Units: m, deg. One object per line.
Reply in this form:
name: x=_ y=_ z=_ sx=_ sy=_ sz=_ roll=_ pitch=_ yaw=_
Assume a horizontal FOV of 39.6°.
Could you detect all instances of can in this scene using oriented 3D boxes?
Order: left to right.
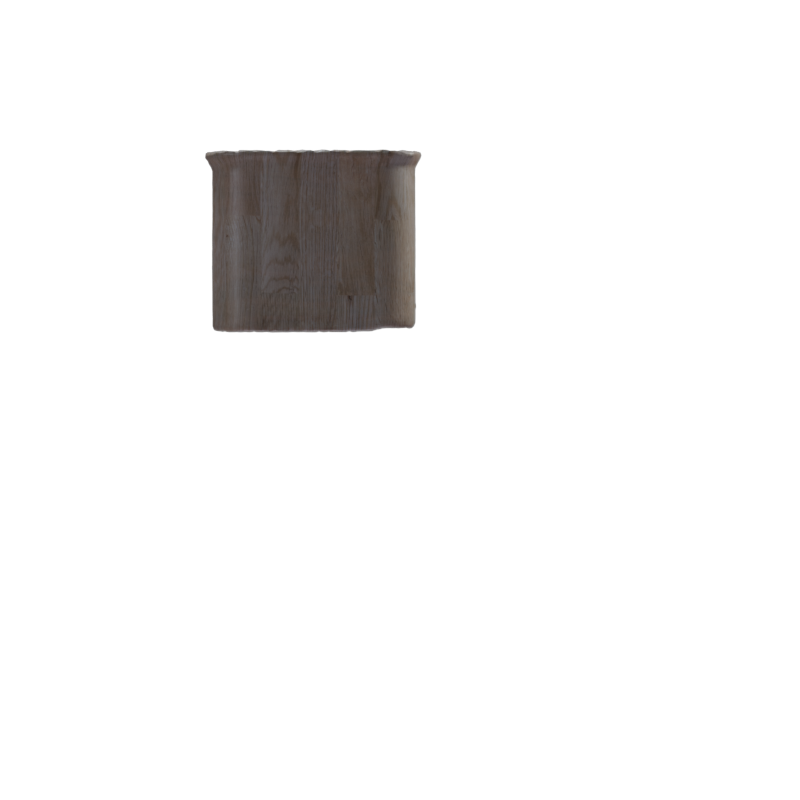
can: x=-0.042 y=-0.076 z=0.531 sx=0.102 sy=0.084 sz=0.058 roll=0 pitch=2 yaw=-2
